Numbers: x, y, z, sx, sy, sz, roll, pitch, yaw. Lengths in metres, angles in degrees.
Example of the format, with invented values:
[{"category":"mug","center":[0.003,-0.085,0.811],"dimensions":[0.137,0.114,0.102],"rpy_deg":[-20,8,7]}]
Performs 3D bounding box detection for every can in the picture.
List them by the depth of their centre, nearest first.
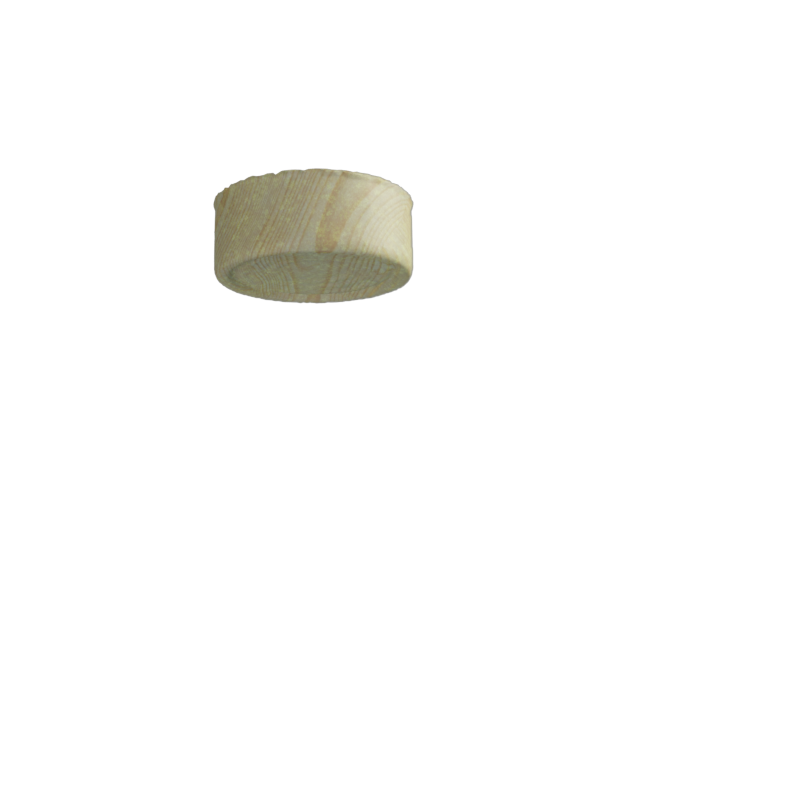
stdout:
[{"category":"can","center":[-0.037,-0.067,0.472],"dimensions":[0.086,0.035,0.083],"rpy_deg":[0,-11,-2]}]
